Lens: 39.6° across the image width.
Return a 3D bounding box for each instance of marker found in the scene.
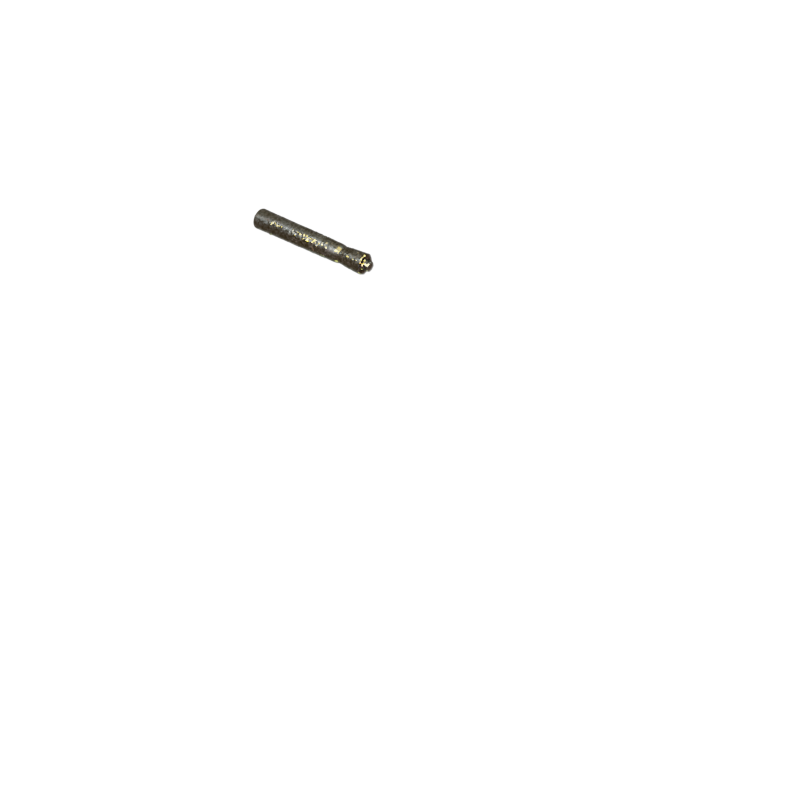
[{"bbox_3d":[-0.074,-0.134,0.941,0.128,0.019,0.019,27,17,30],"label":"marker"}]
